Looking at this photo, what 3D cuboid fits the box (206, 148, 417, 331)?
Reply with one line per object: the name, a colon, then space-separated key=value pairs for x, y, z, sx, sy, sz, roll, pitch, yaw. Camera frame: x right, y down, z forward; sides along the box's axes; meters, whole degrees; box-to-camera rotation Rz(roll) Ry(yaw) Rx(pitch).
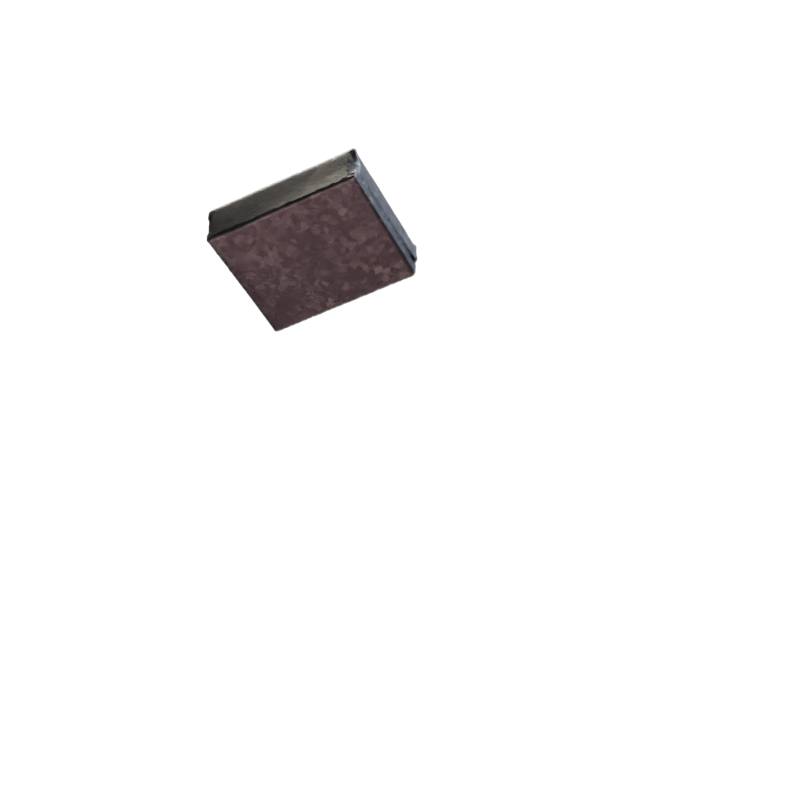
box: x=-0.046 y=-0.084 z=0.586 sx=0.090 sy=0.068 sz=0.032 roll=-21 pitch=38 yaw=17
